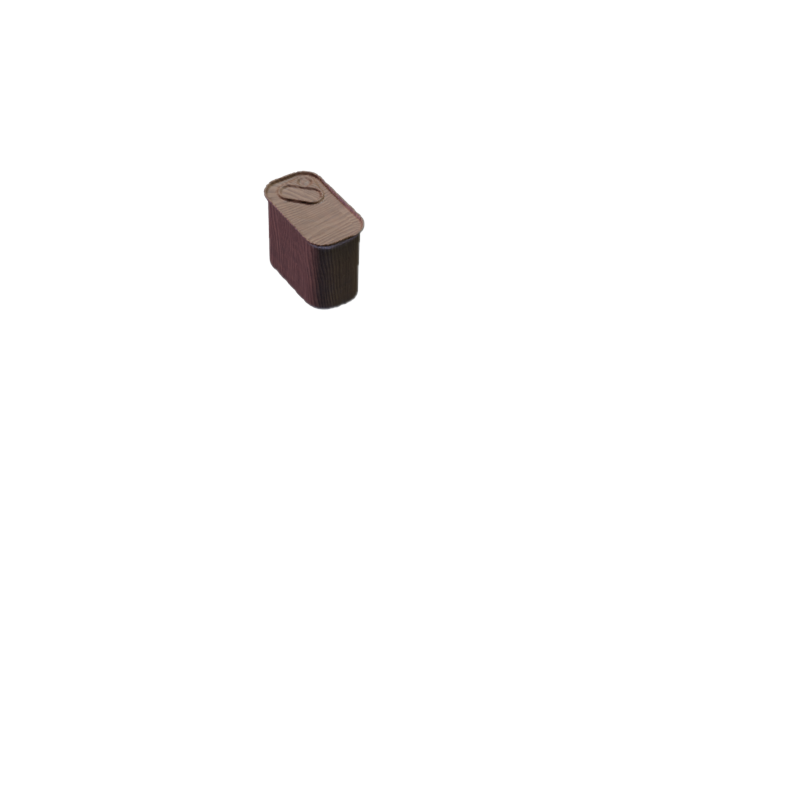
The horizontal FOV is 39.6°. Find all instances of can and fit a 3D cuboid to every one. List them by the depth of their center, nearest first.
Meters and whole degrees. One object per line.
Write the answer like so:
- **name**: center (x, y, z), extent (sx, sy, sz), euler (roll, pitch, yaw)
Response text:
- **can**: center (-0.078, -0.142, 0.995), extent (0.057, 0.078, 0.110), euler (-24, 51, -24)
